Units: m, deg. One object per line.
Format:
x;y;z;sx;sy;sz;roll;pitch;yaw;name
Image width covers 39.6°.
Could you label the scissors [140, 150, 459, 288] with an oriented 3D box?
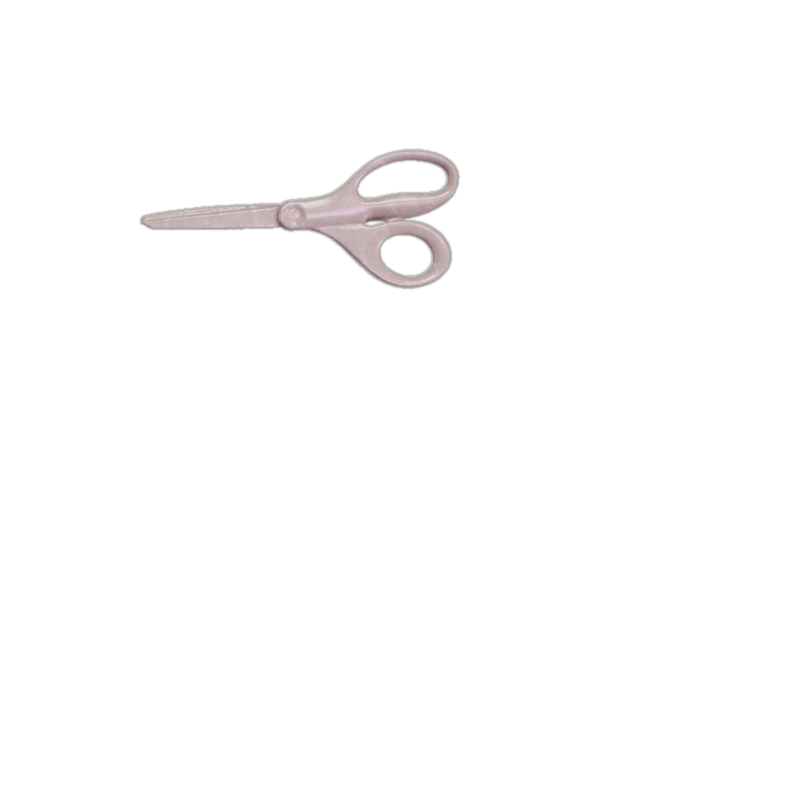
-0.055;-0.101;0.706;0.201;0.097;0.016;-18;-3;-1;scissors
